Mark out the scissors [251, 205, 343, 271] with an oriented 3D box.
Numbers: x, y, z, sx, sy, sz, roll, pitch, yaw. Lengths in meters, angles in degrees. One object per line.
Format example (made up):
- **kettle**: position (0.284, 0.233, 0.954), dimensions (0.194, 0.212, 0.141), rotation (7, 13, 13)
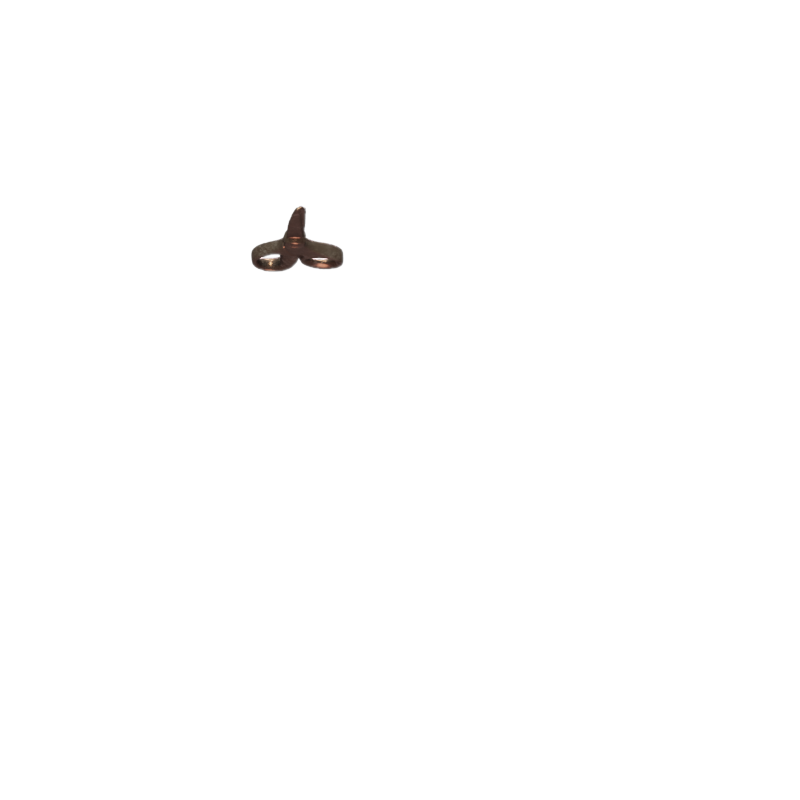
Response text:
- **scissors**: position (-0.078, -0.142, 0.996), dimensions (0.093, 0.016, 0.202), rotation (3, -7, -22)
